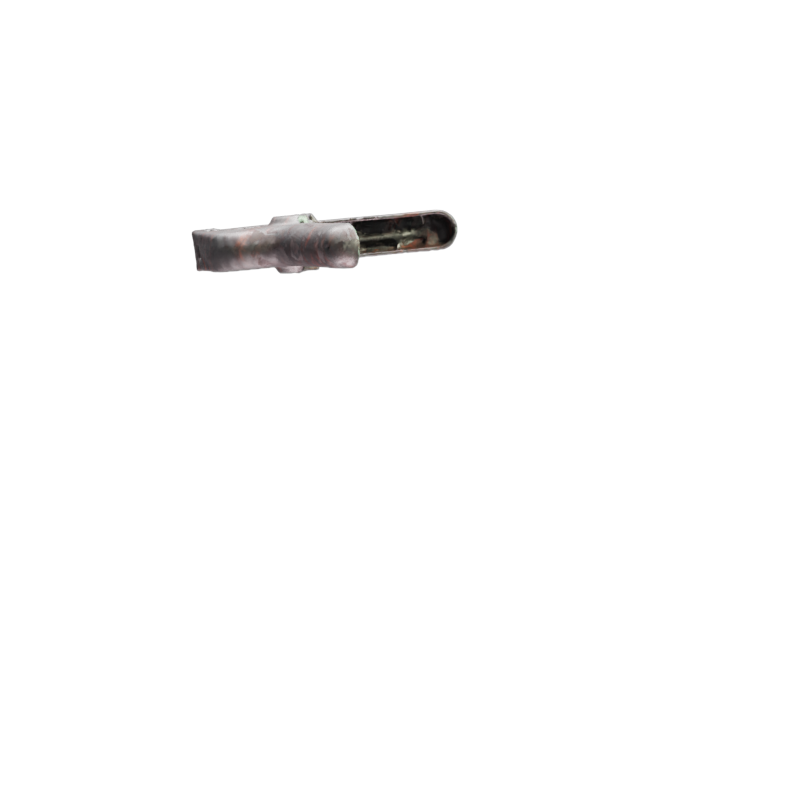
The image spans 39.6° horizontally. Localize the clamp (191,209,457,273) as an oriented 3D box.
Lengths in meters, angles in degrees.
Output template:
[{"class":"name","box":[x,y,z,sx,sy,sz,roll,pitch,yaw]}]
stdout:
[{"class":"clamp","box":[-0.054,-0.098,0.687,0.179,0.039,0.116,7,10,43]}]
